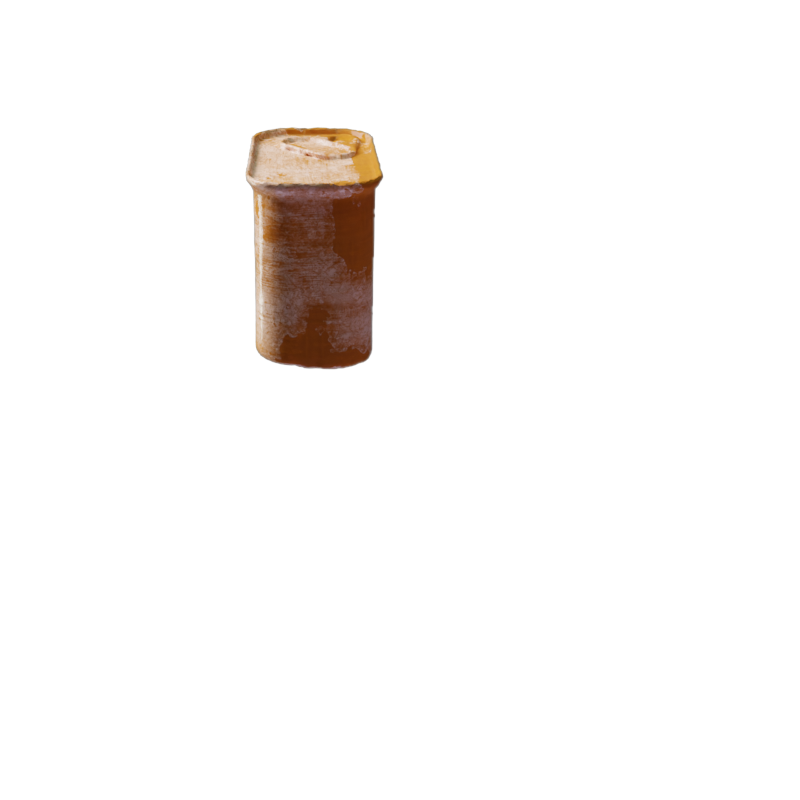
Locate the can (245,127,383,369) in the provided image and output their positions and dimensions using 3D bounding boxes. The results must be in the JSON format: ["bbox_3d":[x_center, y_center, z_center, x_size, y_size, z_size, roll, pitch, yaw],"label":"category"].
[{"bbox_3d":[-0.040,-0.072,0.504,0.057,0.080,0.107,-1,24,-4],"label":"can"}]
